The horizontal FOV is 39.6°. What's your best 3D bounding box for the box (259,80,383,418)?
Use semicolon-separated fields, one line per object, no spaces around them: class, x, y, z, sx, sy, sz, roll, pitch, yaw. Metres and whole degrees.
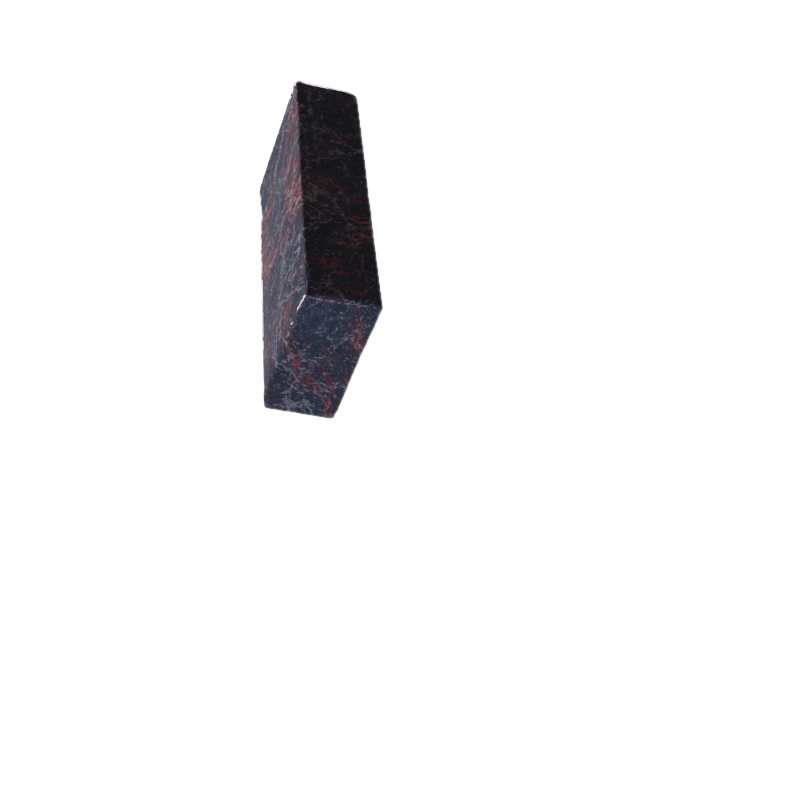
box;-0.048;-0.088;0.619;0.047;0.189;0.089;11;-44;-16
